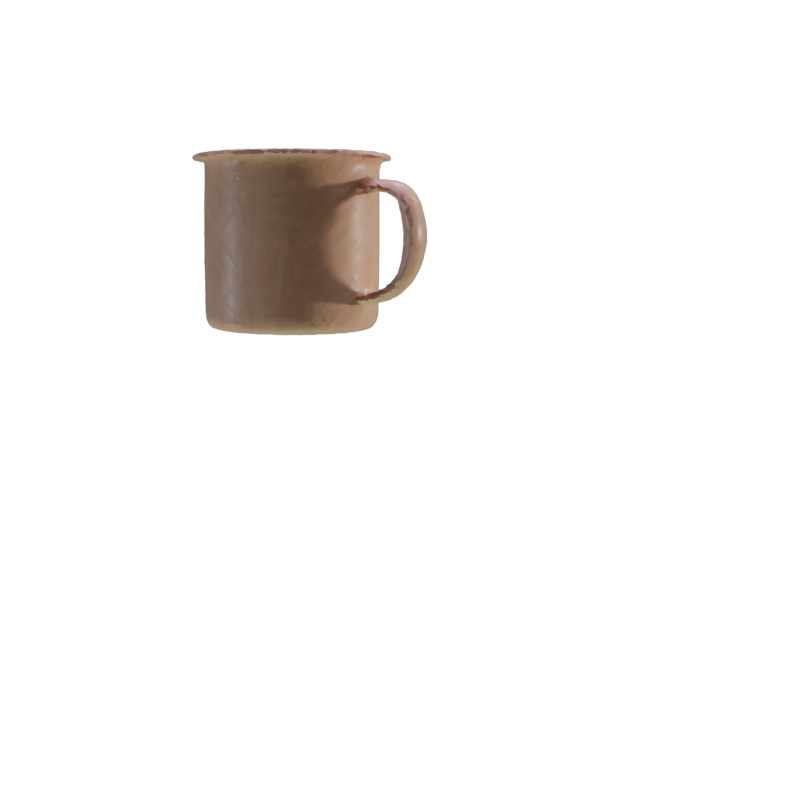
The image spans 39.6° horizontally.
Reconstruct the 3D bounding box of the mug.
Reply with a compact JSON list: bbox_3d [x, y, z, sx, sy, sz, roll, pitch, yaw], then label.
[{"bbox_3d":[-0.040,-0.073,0.514,0.121,0.081,0.091,4,6,31],"label":"mug"}]
